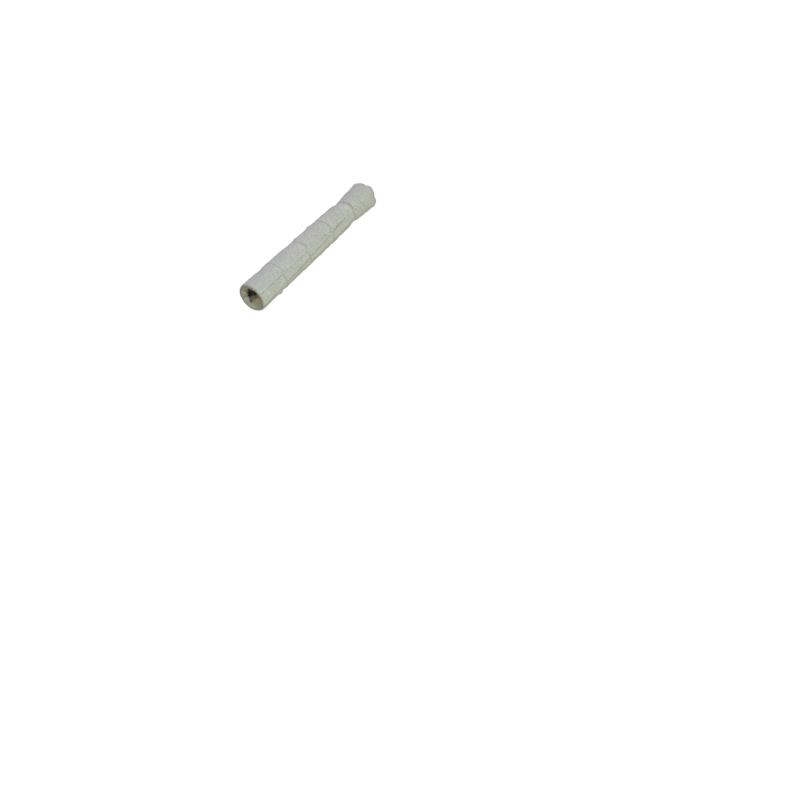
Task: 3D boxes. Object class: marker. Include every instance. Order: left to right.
[{"bbox_3d":[-0.053,-0.096,0.674,0.021,0.019,0.124,3,39,41],"label":"marker"}]
